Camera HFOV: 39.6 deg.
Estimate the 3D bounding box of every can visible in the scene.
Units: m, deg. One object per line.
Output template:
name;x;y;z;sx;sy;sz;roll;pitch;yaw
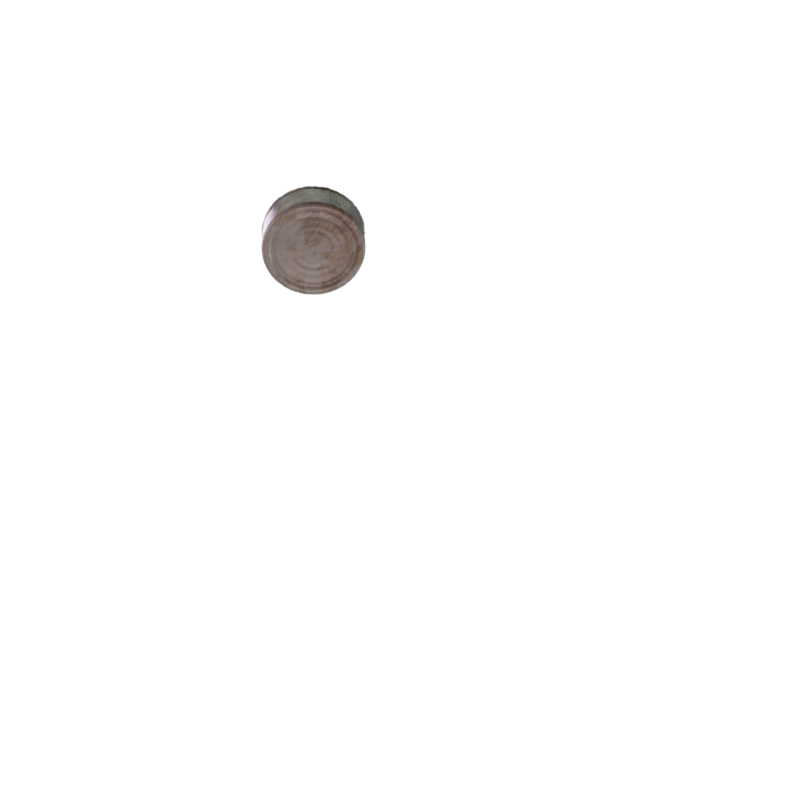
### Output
can;-0.071;-0.129;0.907;0.086;0.081;0.036;1;30;-1
